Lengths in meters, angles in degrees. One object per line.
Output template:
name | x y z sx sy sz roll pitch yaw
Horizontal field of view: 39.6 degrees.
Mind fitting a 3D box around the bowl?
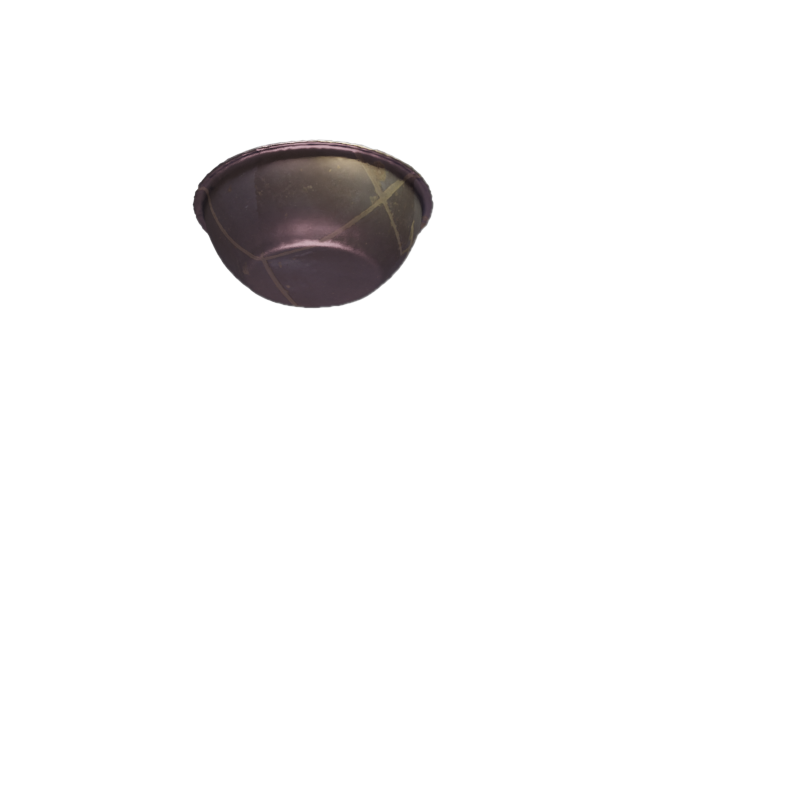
bowl | -0.057 -0.105 0.734 0.162 0.058 0.153 1 -23 -2
